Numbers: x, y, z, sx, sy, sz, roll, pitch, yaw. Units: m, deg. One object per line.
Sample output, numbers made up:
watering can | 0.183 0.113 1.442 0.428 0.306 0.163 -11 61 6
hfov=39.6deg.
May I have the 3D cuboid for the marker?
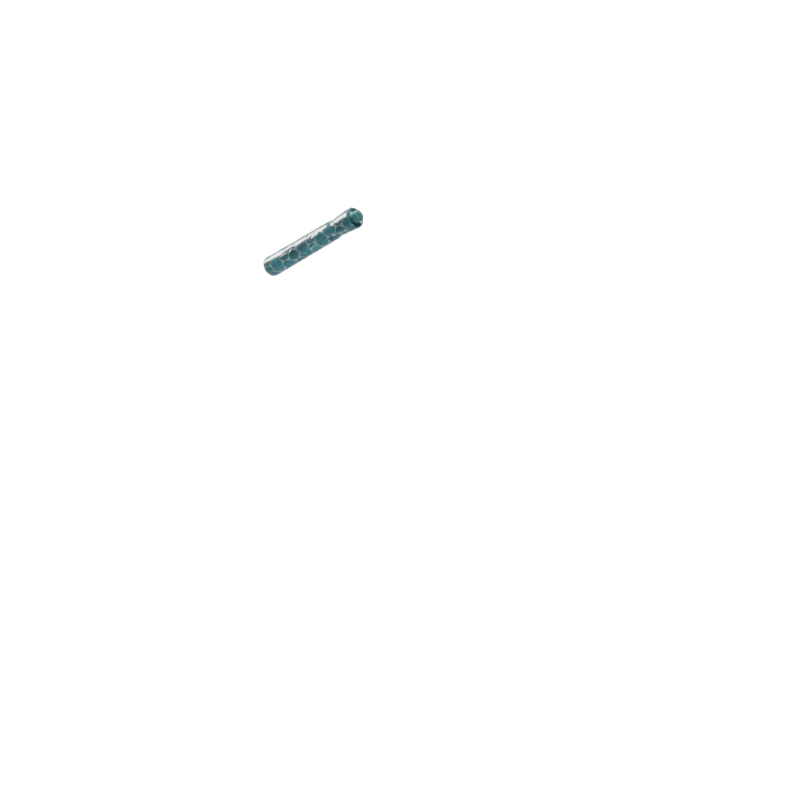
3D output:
marker | -0.076 -0.139 0.976 0.121 0.020 0.019 -23 -13 42
